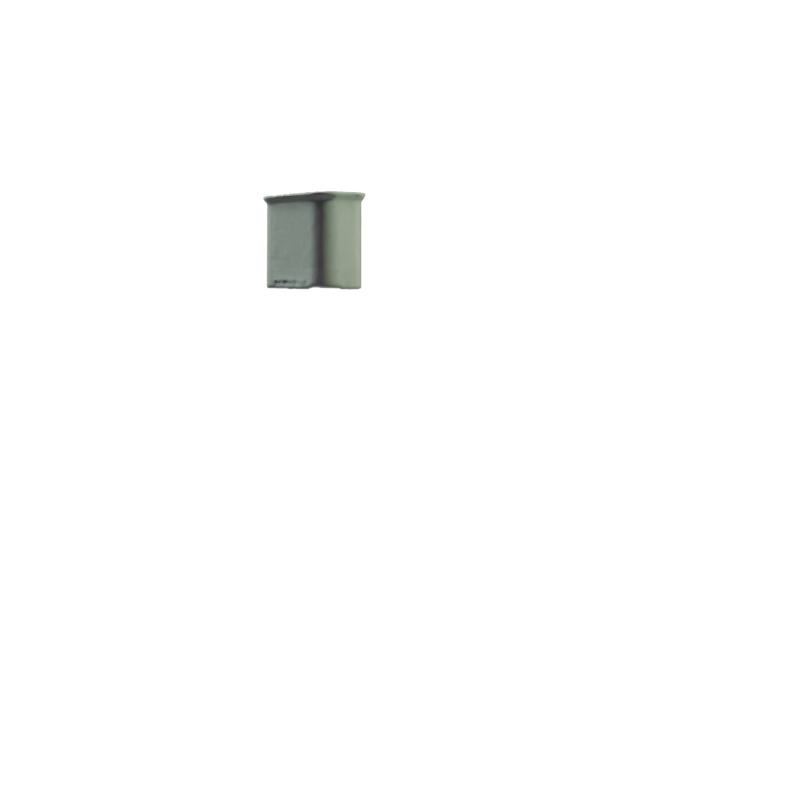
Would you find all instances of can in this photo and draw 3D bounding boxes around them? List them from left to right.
[{"bbox_3d":[-0.077,-0.141,0.986,0.055,0.084,0.106,-1,4,-38],"label":"can"}]
